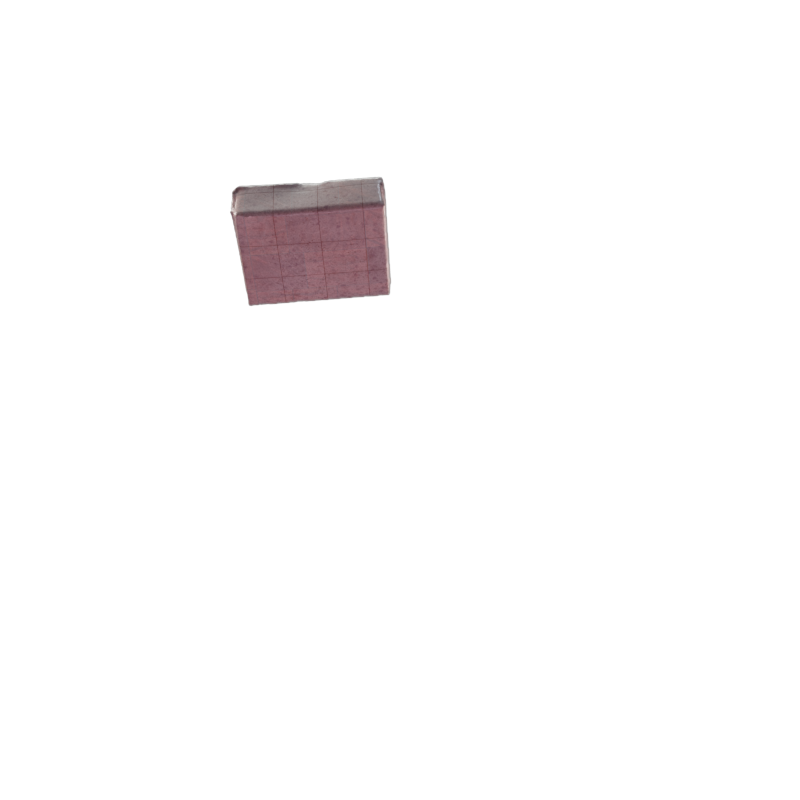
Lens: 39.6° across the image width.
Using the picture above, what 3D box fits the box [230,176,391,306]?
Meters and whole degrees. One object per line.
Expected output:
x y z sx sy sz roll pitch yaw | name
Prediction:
-0.052 -0.094 0.658 0.089 0.032 0.068 -3 -44 3 | box
